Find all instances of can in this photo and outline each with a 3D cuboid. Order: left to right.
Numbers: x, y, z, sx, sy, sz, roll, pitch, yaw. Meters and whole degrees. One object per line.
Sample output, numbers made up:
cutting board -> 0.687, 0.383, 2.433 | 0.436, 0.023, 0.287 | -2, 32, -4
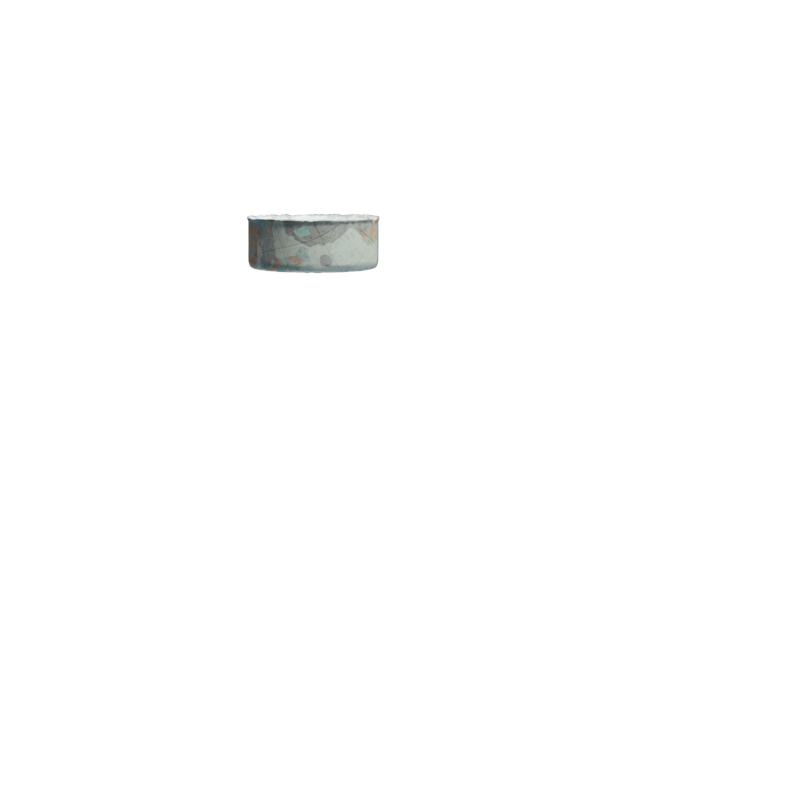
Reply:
can -> -0.056, -0.102, 0.718 | 0.086, 0.033, 0.088 | 0, 11, -2
